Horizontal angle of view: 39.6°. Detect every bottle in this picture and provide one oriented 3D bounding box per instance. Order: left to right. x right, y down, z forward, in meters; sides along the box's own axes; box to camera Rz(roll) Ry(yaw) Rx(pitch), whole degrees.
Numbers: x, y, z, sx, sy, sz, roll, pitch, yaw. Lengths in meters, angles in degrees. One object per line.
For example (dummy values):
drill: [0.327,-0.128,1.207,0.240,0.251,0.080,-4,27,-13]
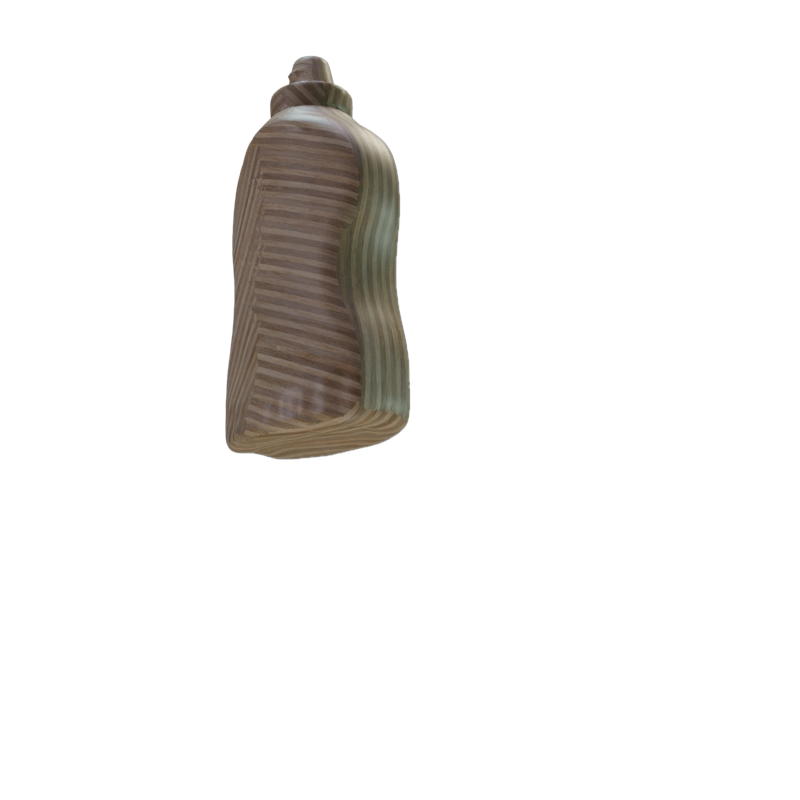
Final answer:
bottle: [-0.041,-0.074,0.521,0.055,0.201,0.097,15,-25,-38]
